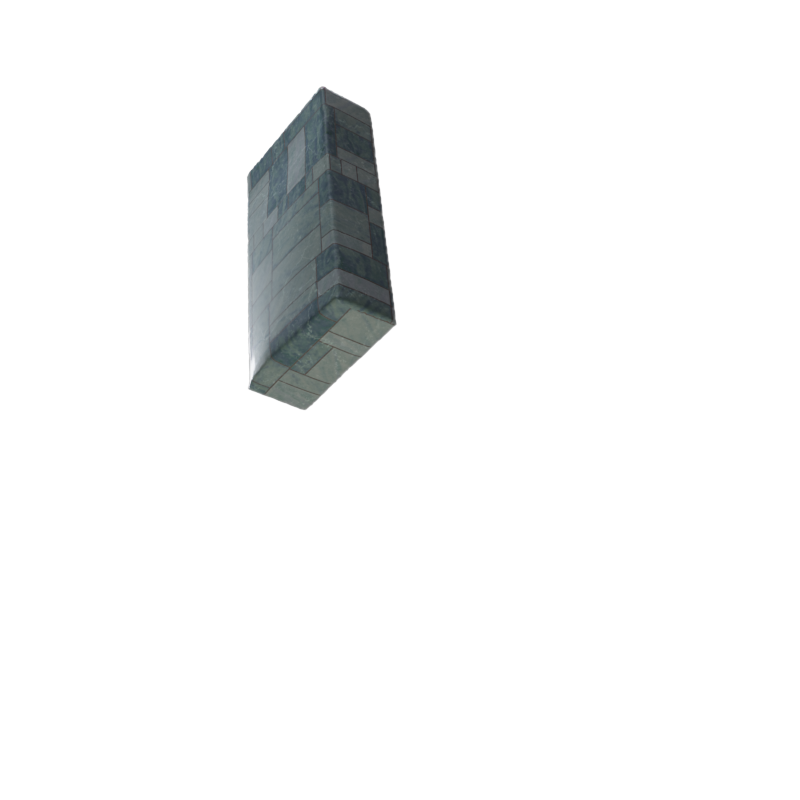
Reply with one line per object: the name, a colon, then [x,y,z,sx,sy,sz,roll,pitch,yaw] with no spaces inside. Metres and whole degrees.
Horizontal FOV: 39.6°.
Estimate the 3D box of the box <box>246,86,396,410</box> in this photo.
box: [-0.051,-0.093,0.654,0.046,0.189,0.091,24,-48,-28]
